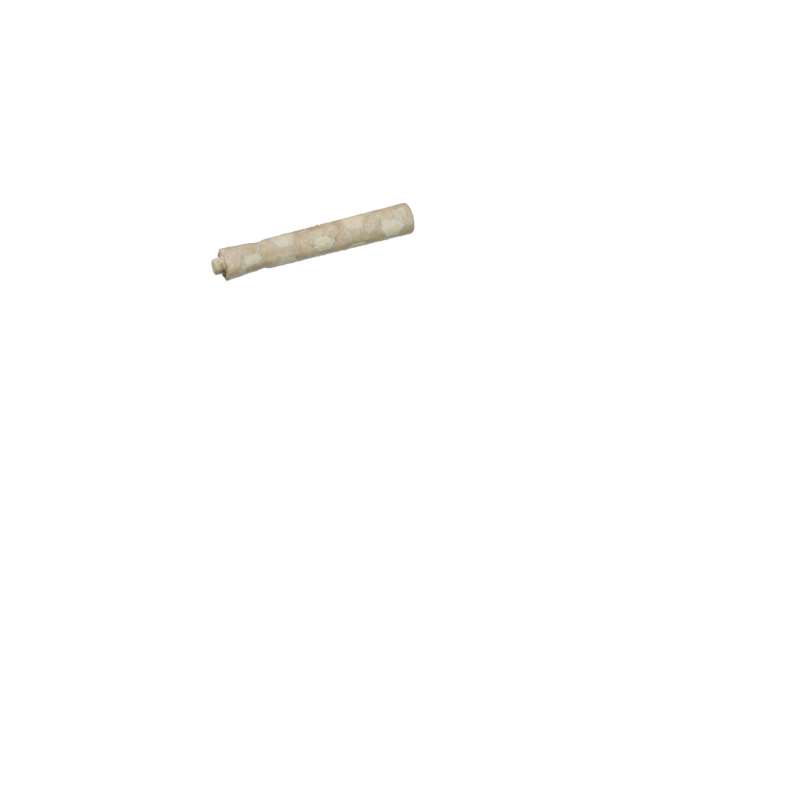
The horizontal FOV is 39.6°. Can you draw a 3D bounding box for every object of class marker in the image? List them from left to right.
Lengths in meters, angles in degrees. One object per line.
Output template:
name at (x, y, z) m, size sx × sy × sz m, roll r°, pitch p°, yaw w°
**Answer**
marker at (-0.050, -0.091, 0.639) m, size 0.120 × 0.019 × 0.020 m, roll -17°, pitch 9°, yaw -16°
